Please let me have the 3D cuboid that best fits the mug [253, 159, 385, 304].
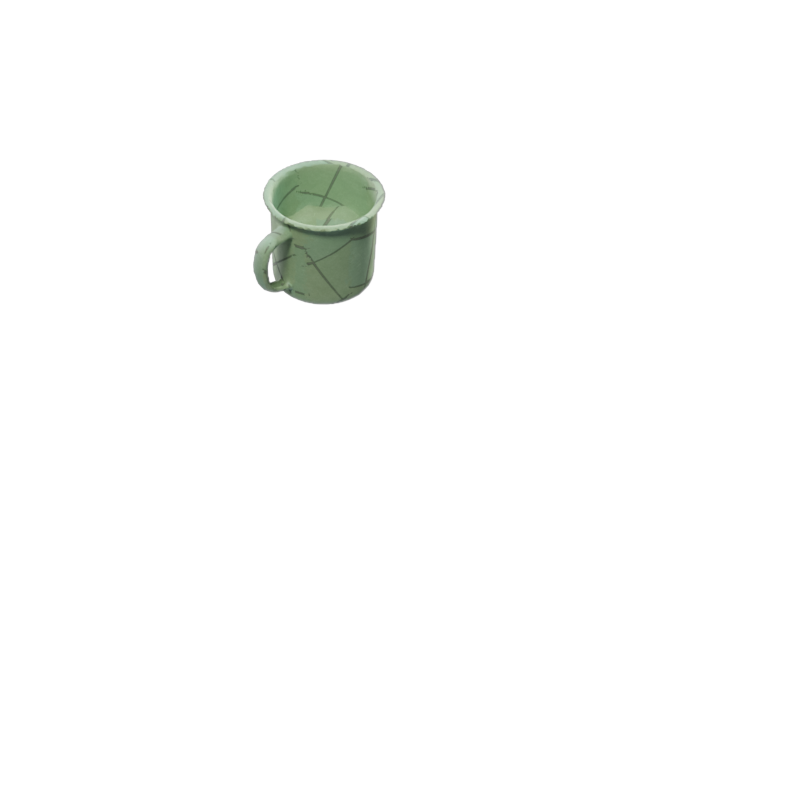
[{"bbox_3d":[-0.067,-0.123,0.861,0.099,0.076,0.118,30,49,28],"label":"mug"}]
